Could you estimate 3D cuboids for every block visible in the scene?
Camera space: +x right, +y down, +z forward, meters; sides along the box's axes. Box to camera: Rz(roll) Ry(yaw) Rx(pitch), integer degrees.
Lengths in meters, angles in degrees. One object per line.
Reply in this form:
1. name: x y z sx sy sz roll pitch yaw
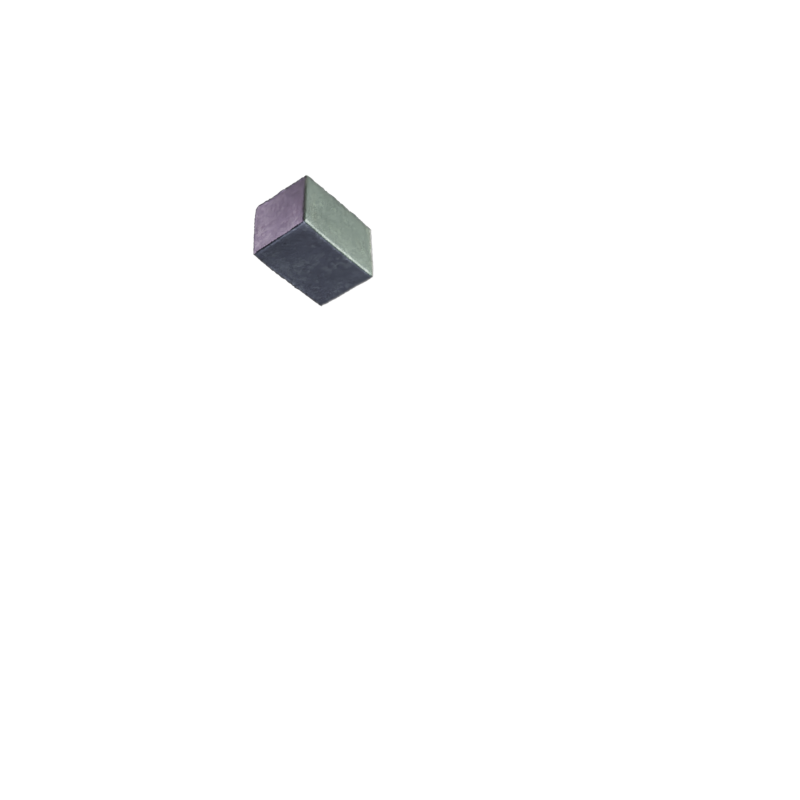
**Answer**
1. block: -0.064 -0.117 0.818 0.053 0.055 0.073 -29 -48 28
